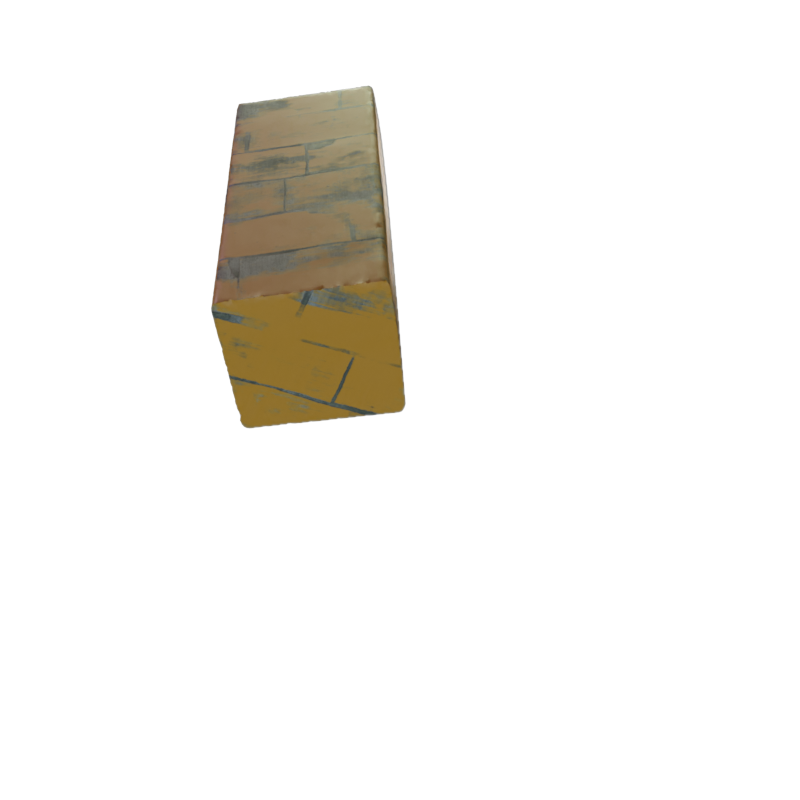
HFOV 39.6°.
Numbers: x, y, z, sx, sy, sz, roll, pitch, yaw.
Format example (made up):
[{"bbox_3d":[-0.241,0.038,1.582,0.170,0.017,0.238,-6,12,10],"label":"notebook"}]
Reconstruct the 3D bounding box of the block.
[{"bbox_3d":[-0.050,-0.092,0.647,0.091,0.084,0.221,-7,40,2],"label":"block"}]
